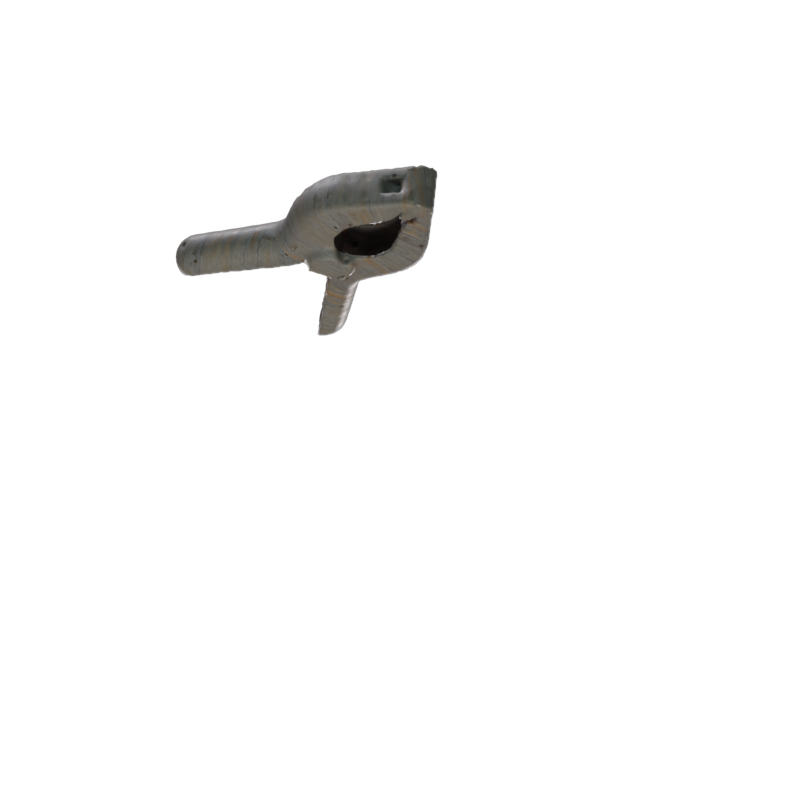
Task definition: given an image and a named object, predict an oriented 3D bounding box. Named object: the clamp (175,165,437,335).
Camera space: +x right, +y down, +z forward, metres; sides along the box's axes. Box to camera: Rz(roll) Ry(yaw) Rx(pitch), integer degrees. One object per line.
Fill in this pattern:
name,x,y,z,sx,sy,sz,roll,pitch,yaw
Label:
clamp,-0.050,-0.090,0.632,0.115,0.042,0.169,14,-29,-28
